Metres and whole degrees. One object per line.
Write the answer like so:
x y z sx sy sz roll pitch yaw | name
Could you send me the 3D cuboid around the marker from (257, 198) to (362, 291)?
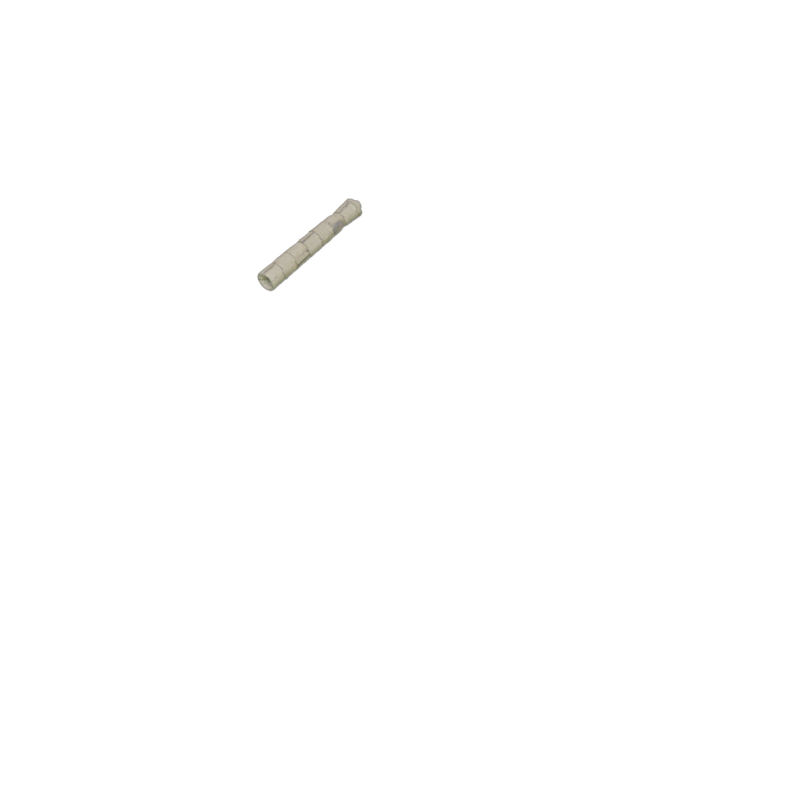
-0.073 -0.133 0.931 0.021 0.019 0.123 3 40 47 | marker
